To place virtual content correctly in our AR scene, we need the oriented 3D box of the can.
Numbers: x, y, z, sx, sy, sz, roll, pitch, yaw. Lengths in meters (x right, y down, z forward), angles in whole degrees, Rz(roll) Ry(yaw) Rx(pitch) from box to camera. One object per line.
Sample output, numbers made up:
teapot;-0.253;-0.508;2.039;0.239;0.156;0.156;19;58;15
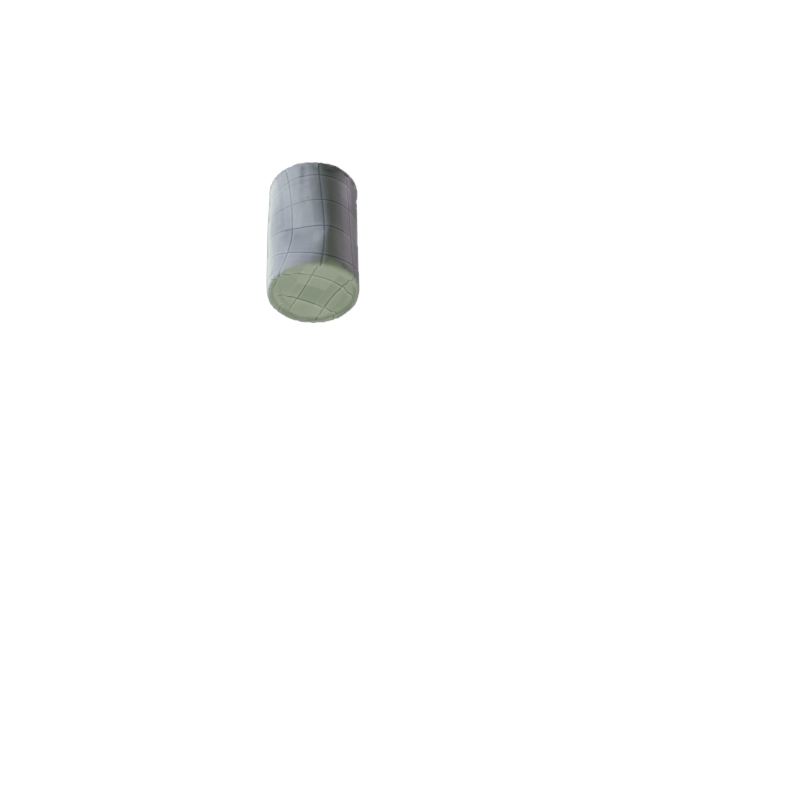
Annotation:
can;-0.064;-0.117;0.817;0.068;0.110;0.064;-1;-39;-3
